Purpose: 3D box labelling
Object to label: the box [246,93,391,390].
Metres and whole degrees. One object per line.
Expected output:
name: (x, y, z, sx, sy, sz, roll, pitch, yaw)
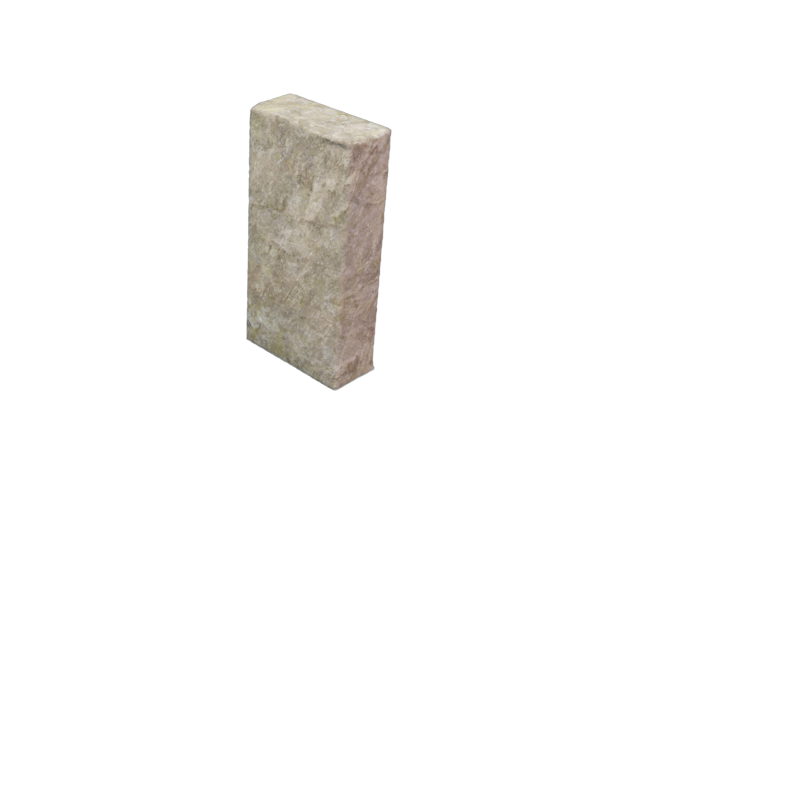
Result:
box: (-0.058, -0.104, 0.731, 0.099, 0.166, 0.048, 27, 37, 36)
